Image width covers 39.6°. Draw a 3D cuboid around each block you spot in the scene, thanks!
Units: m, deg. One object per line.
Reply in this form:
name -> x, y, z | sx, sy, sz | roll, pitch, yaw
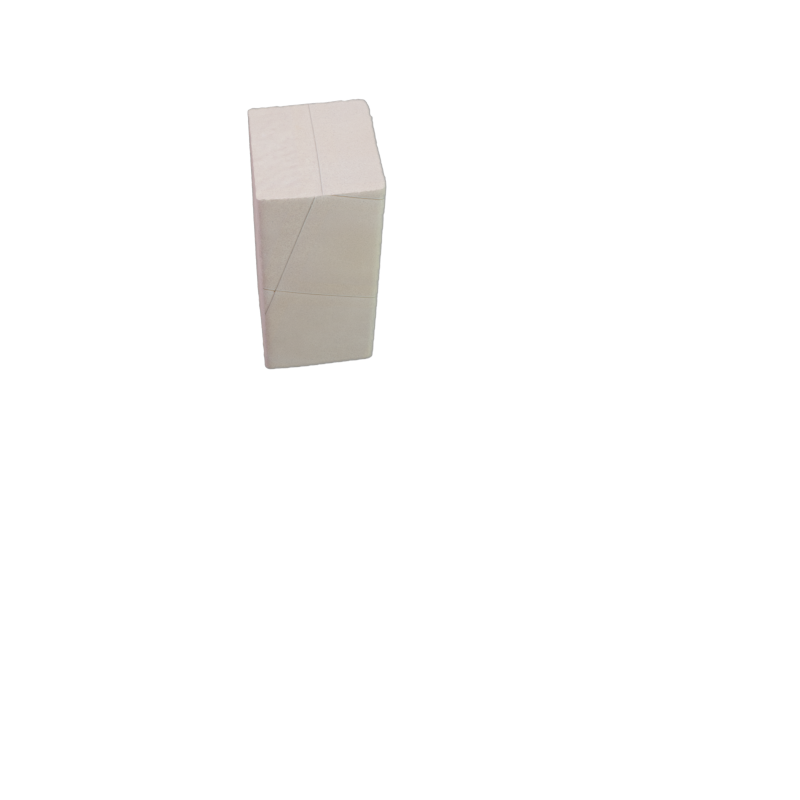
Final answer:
block -> -0.065, -0.120, 0.845 | 0.089, 0.098, 0.193 | -5, -35, -7
